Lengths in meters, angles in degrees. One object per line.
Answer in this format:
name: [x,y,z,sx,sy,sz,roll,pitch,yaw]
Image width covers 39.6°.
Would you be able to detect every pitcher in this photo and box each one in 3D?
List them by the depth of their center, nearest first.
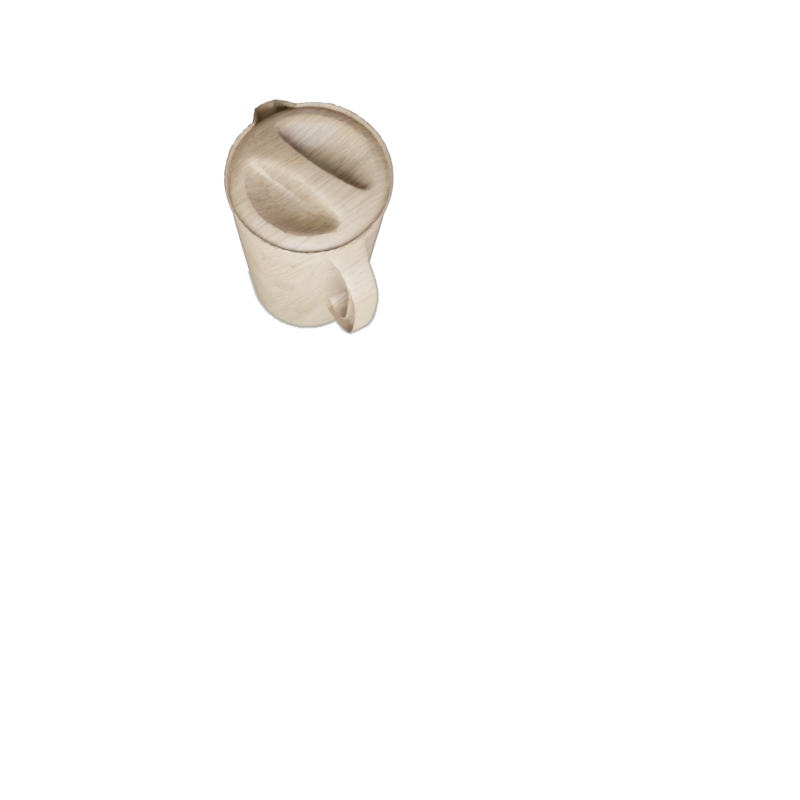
pitcher: [-0.076,-0.138,0.968,0.146,0.154,0.233,17,-17,2]
